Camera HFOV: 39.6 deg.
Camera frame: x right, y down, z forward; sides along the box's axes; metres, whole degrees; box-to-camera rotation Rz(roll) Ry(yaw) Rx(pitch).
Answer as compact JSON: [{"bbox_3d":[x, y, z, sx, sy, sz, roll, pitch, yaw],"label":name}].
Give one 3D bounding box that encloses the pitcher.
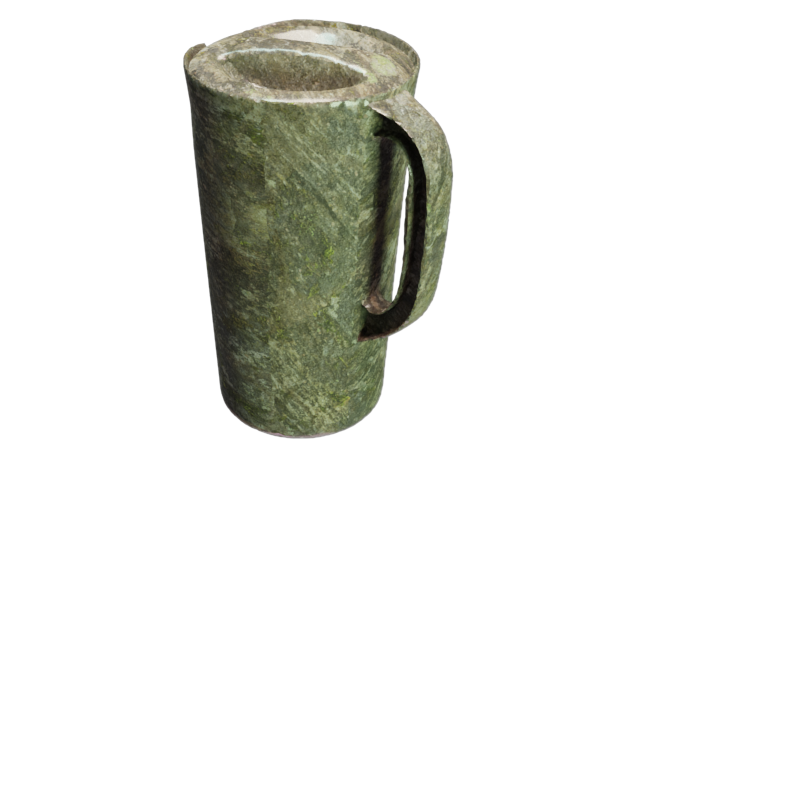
[{"bbox_3d":[-0.052,-0.096,0.670,0.144,0.228,0.159,0,33,-3],"label":"pitcher"}]
